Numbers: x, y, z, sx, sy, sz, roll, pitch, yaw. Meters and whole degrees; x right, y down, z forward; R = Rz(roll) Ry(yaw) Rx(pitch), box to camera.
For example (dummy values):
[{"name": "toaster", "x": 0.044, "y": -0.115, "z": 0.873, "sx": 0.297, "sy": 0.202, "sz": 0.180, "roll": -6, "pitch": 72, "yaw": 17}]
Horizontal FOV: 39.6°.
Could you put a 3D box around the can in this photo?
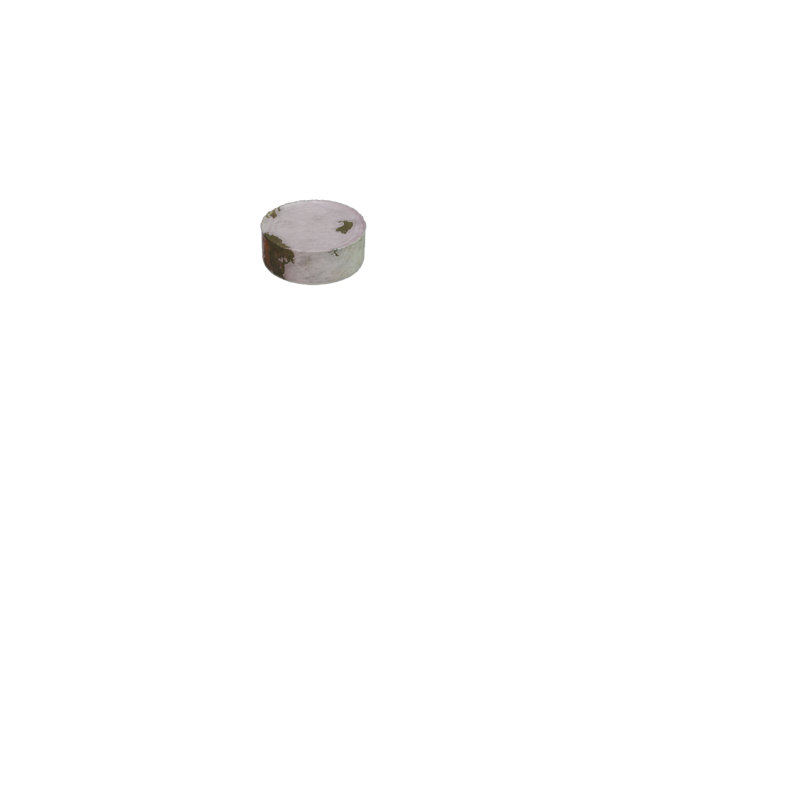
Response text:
[{"name": "can", "x": -0.071, "y": -0.129, "z": 0.905, "sx": 0.086, "sy": 0.031, "sz": 0.092, "roll": -1, "pitch": 35, "yaw": -2}]
